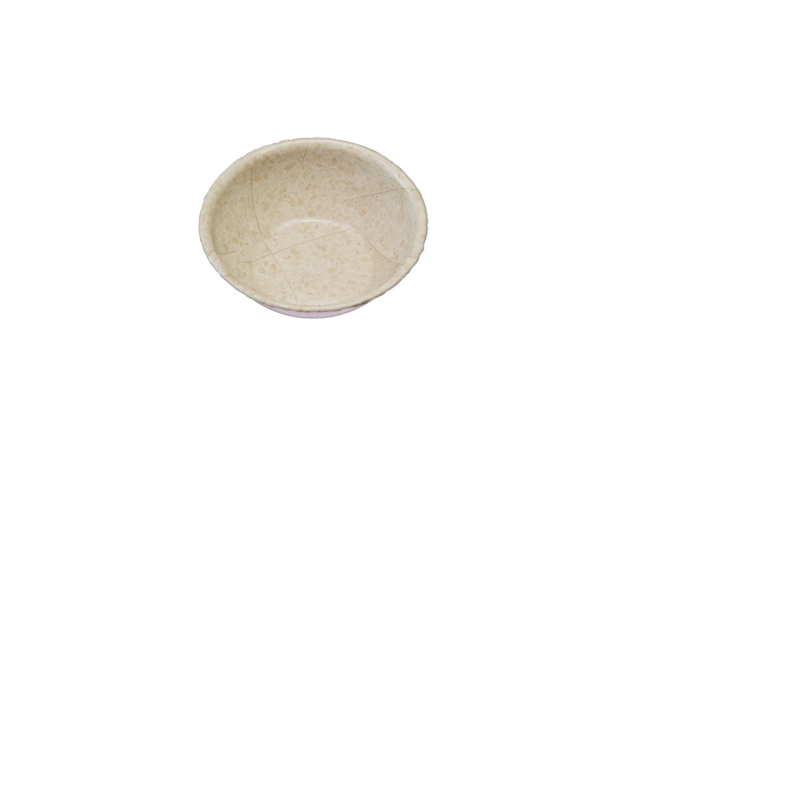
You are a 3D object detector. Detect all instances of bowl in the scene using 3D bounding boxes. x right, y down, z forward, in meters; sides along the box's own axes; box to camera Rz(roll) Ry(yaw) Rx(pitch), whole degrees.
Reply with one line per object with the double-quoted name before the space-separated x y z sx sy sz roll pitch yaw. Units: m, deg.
"bowl" -0.063 -0.114 0.801 0.162 0.174 0.051 -1 -36 -1
